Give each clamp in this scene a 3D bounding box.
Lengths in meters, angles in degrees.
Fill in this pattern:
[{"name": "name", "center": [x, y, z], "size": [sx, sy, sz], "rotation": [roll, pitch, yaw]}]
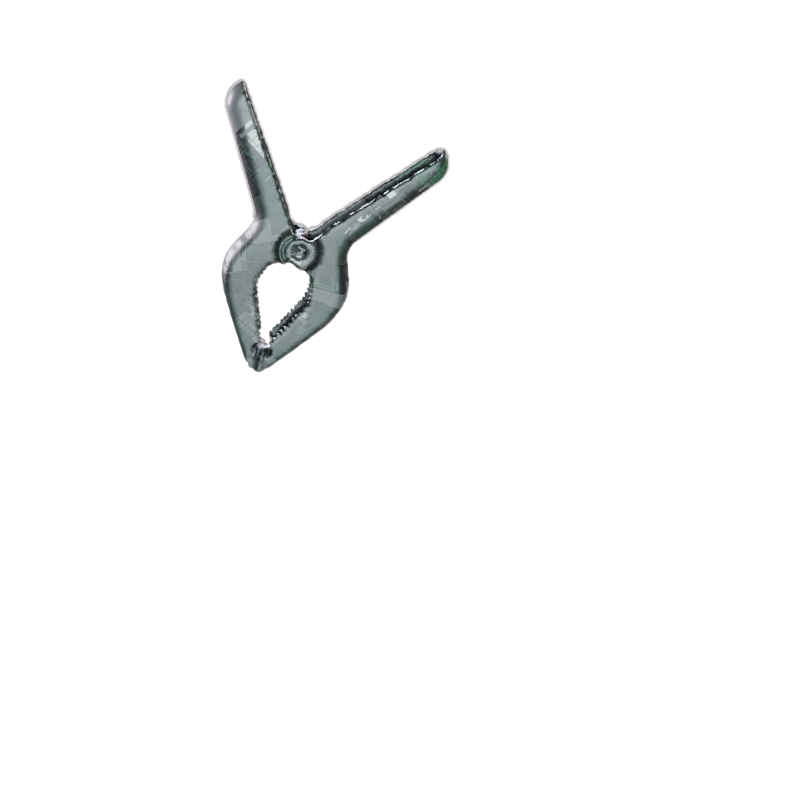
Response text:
[{"name": "clamp", "center": [-0.064, -0.116, 0.812], "size": [0.163, 0.203, 0.038], "rotation": [13, 18, -5]}]
